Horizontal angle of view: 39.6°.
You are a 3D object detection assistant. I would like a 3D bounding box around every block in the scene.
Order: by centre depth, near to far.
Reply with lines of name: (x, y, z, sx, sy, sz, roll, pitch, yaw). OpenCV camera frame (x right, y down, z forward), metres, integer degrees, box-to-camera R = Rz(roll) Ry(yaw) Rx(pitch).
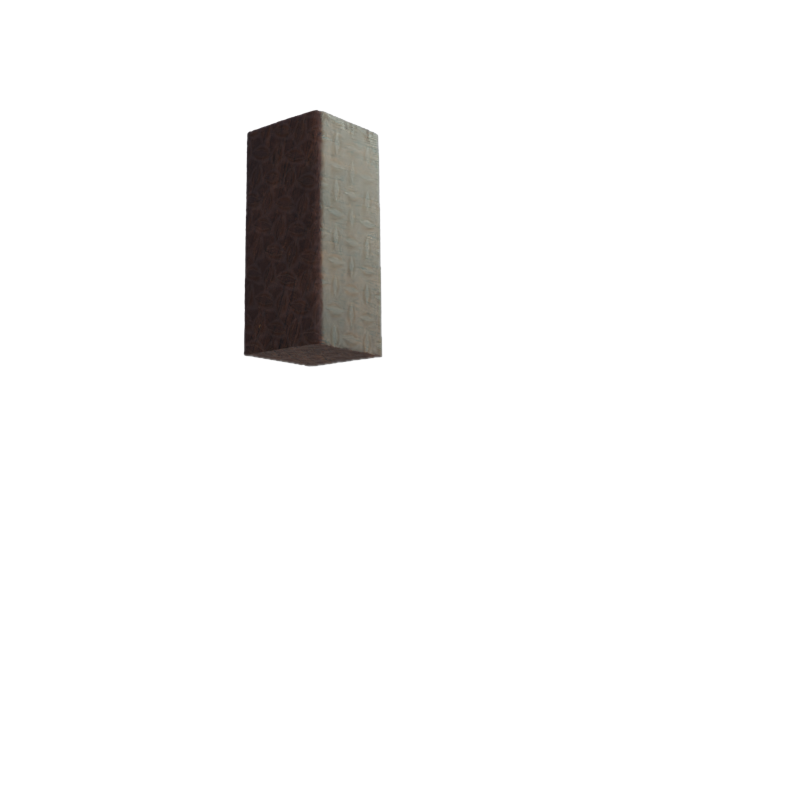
block: (-0.077, -0.142, 0.991, 0.092, 0.213, 0.086, -12, -17, 38)
